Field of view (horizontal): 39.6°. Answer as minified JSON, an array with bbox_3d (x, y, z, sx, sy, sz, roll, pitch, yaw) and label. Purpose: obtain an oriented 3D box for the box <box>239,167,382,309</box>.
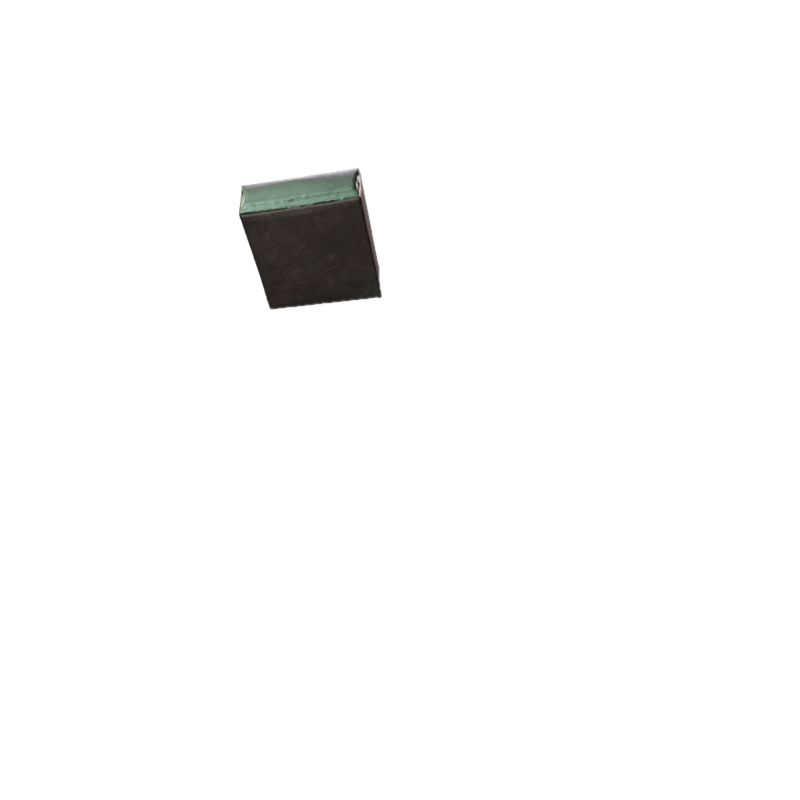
[{"bbox_3d":[-0.054,-0.098,0.684,0.074,0.032,0.082,-7,-42,7],"label":"box"}]
